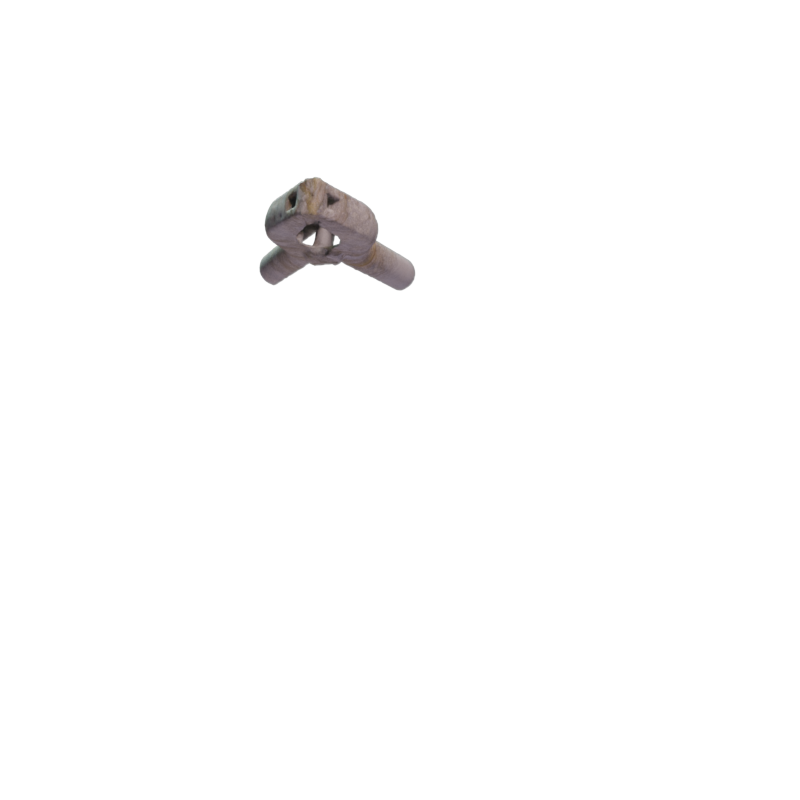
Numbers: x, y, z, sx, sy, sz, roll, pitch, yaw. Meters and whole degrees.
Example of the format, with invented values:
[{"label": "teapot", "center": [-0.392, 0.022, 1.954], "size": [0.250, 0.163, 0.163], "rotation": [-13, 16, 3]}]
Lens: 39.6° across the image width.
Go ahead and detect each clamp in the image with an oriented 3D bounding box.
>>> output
[{"label": "clamp", "center": [-0.063, -0.115, 0.804], "size": [0.122, 0.041, 0.161], "rotation": [-4, -18, 13]}]
